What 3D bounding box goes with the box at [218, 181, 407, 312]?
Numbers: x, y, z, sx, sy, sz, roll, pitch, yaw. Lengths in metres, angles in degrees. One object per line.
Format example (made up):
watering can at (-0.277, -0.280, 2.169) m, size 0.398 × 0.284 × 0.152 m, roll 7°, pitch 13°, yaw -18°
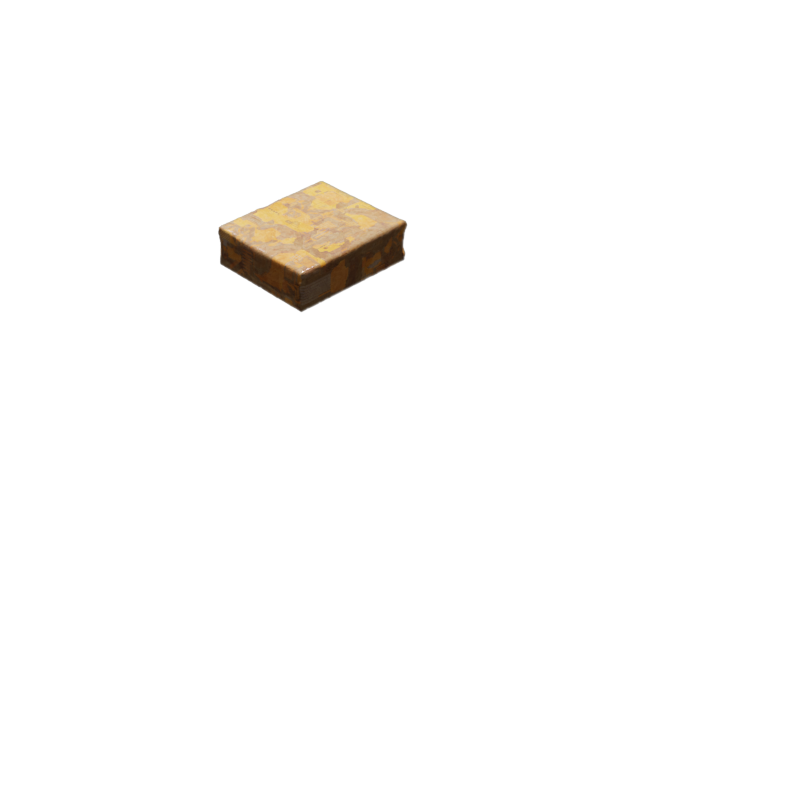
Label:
box at (-0.052, -0.094, 0.661) m, size 0.078 × 0.028 × 0.089 m, roll 30°, pitch 46°, yaw 34°
